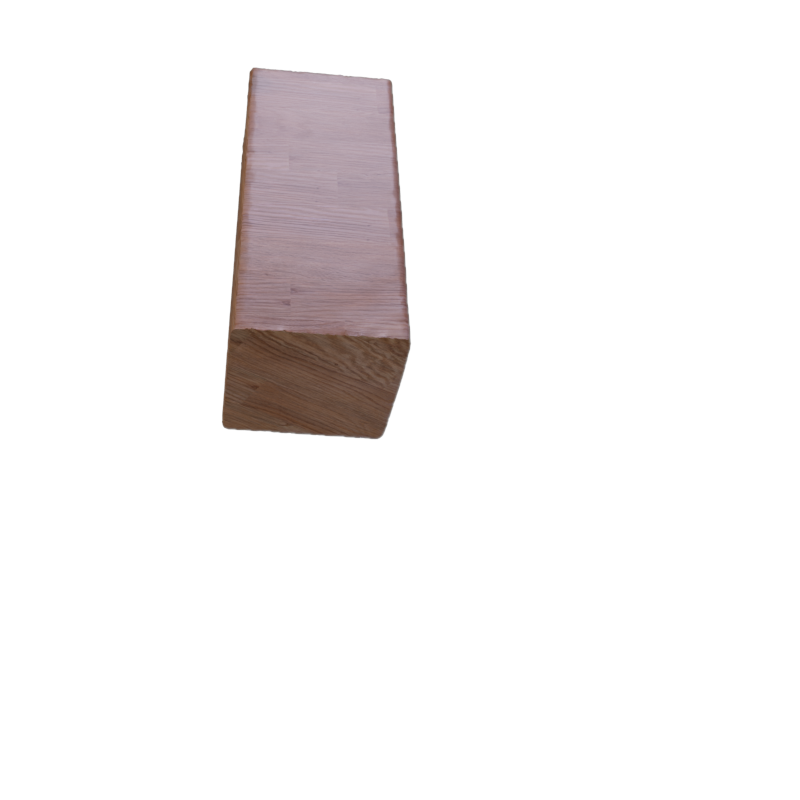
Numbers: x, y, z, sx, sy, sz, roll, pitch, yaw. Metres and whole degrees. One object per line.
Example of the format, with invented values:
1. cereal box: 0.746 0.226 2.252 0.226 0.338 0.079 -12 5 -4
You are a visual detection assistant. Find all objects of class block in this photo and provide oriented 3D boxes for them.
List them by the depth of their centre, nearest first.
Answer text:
1. block: -0.050 -0.091 0.641 0.090 0.221 0.085 3 -40 -8
